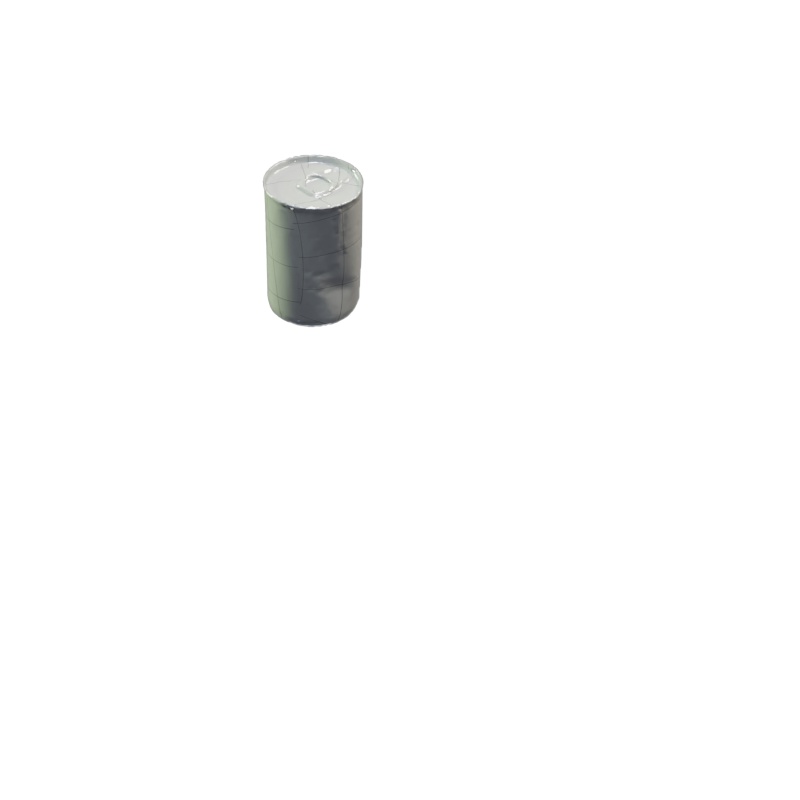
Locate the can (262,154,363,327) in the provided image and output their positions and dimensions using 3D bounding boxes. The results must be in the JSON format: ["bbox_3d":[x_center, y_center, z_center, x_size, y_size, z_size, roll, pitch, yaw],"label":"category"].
[{"bbox_3d":[-0.061,-0.110,0.774,0.068,0.095,0.073,0,39,-3],"label":"can"}]
